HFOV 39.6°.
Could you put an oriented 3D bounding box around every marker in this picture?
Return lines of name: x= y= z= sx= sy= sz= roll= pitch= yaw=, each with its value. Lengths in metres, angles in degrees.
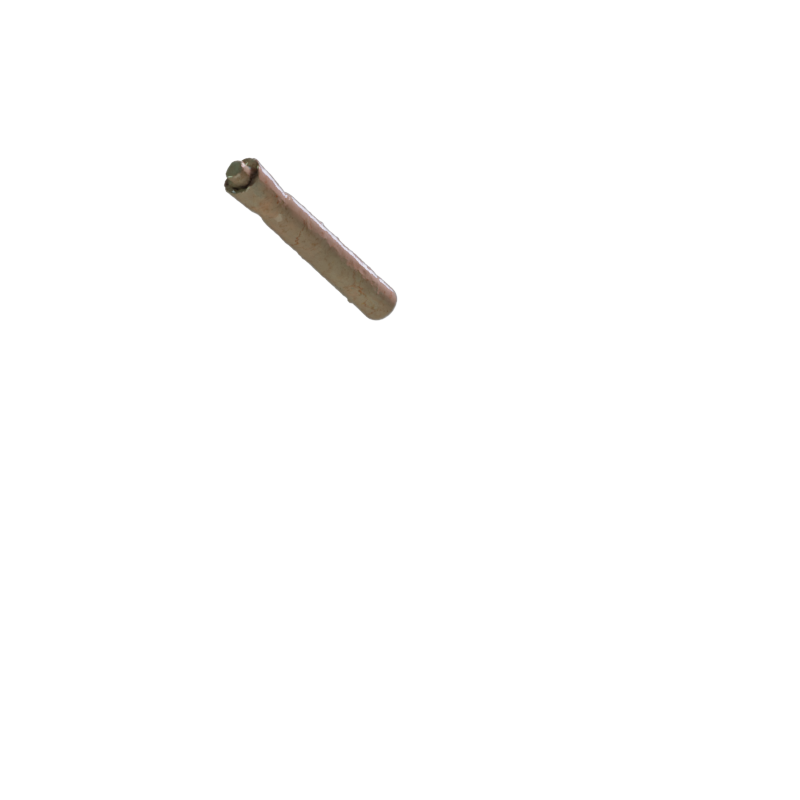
marker: x=-0.039 y=-0.072 z=0.503 sx=0.021 sy=0.020 sz=0.112 roll=3 pitch=-25 yaw=38
